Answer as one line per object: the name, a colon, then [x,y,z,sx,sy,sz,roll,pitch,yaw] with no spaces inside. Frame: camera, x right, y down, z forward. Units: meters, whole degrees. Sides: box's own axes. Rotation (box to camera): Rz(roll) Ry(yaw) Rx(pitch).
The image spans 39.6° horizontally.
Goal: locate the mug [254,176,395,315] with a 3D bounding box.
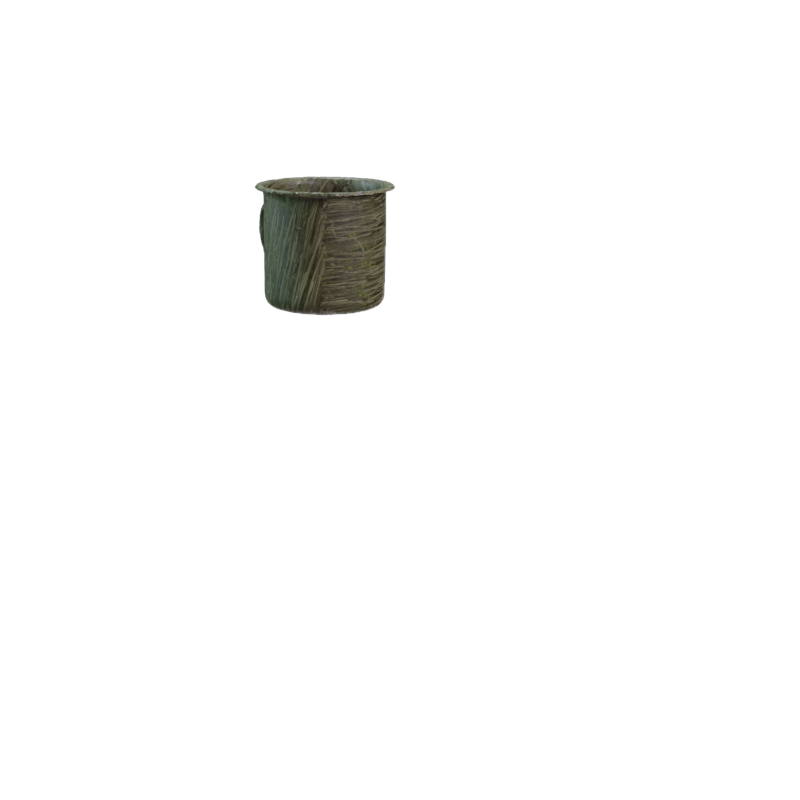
mug: [-0.059,-0.108,0.754,0.091,0.079,0.124,-12,20,-40]
